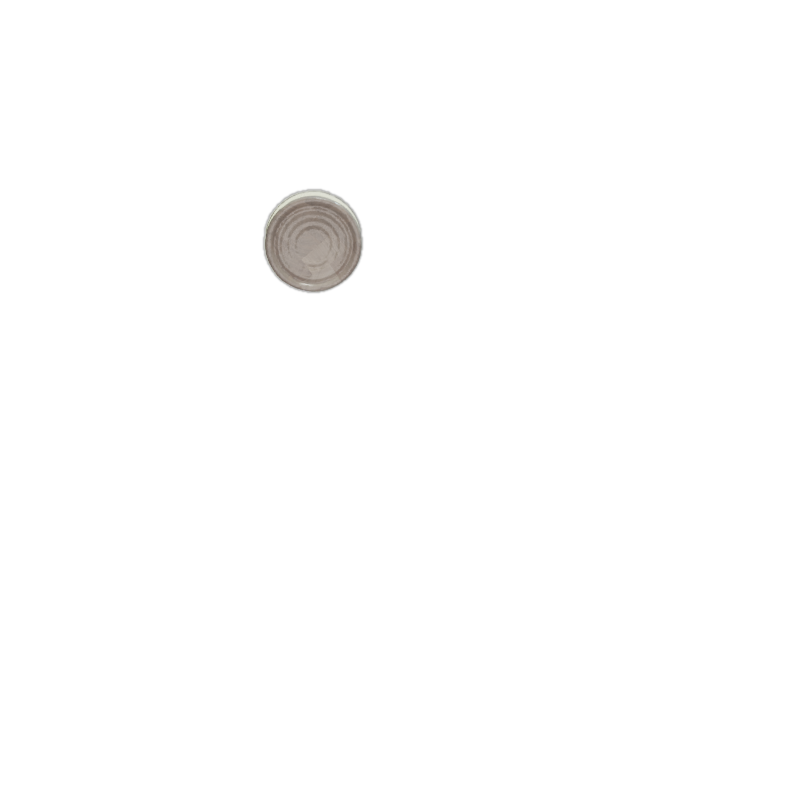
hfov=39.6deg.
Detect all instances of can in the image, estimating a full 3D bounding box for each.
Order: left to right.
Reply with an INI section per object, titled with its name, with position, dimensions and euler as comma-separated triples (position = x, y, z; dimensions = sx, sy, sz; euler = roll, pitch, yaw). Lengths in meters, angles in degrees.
[can]
position = -0.075, -0.138, 0.963
dimensions = 0.086, 0.084, 0.034
euler = 0, 12, -1
